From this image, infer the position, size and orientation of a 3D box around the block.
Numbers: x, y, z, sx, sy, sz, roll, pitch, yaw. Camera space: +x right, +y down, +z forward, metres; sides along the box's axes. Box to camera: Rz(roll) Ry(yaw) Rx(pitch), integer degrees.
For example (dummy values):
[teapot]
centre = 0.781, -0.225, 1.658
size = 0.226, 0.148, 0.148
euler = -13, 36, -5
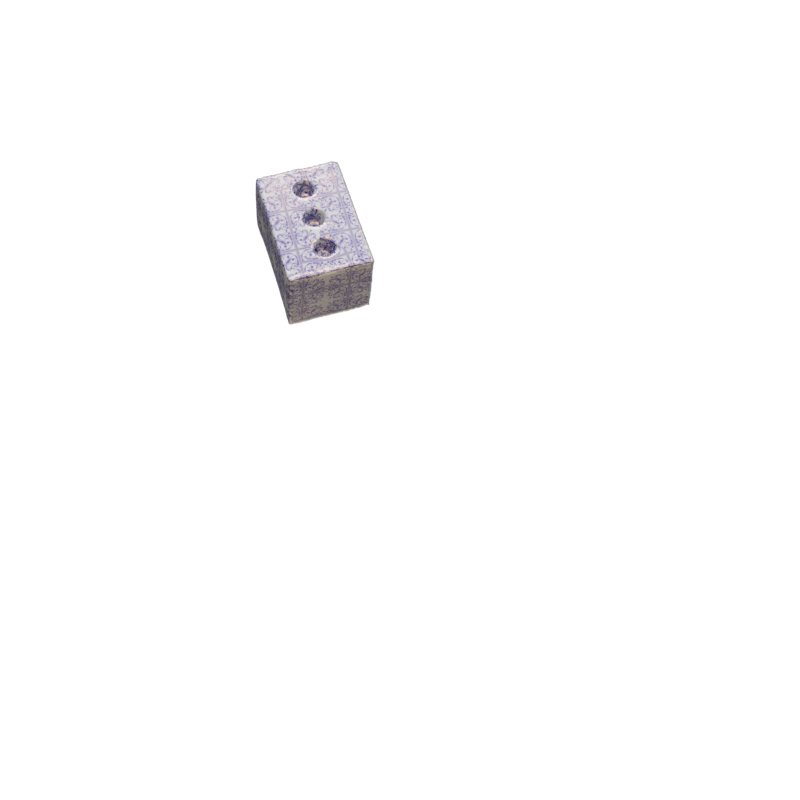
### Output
[block]
centre = -0.052, -0.094, 0.662
size = 0.052, 0.084, 0.048
euler = -14, -30, -10
